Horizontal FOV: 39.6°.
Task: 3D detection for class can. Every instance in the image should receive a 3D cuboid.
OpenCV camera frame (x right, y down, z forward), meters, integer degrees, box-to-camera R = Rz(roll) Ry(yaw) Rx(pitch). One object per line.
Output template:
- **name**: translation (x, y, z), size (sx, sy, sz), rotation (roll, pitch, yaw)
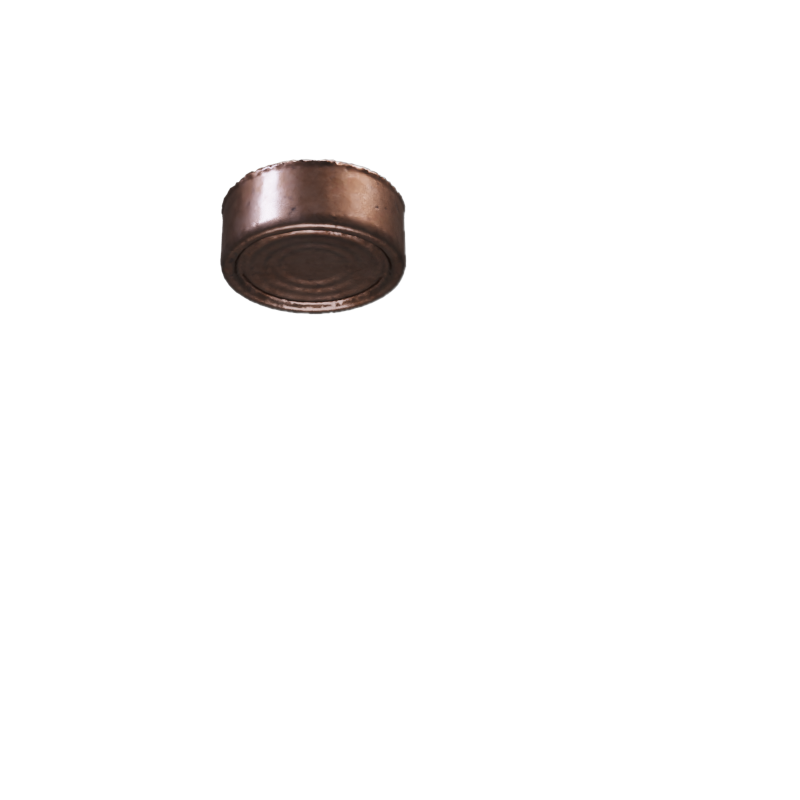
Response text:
- **can**: translation (-0.040, -0.073, 0.510), size (0.086, 0.036, 0.081), rotation (1, -26, -2)
